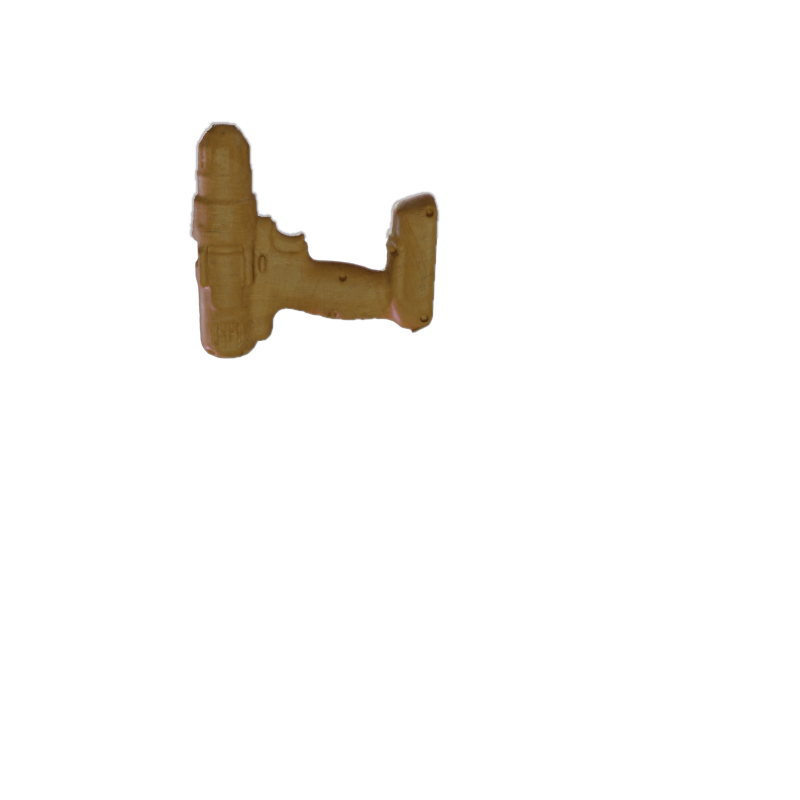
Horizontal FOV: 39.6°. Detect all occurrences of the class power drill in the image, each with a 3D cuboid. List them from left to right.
[{"bbox_3d":[-0.067,-0.122,0.858,0.187,0.177,0.060,1,18,-1],"label":"power drill"}]
